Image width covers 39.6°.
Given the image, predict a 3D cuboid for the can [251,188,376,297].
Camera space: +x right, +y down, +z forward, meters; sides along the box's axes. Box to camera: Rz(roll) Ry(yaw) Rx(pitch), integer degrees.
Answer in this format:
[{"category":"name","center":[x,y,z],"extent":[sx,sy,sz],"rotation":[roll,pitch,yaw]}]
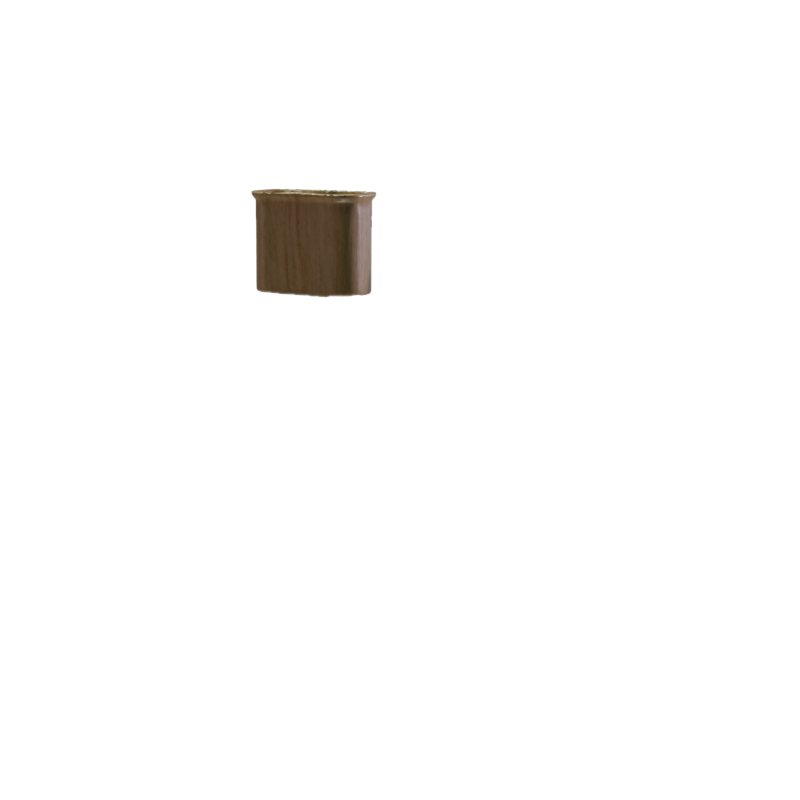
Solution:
[{"category":"can","center":[-0.072,-0.131,0.916],"extent":[0.106,0.082,0.056],"rotation":[6,10,28]}]
